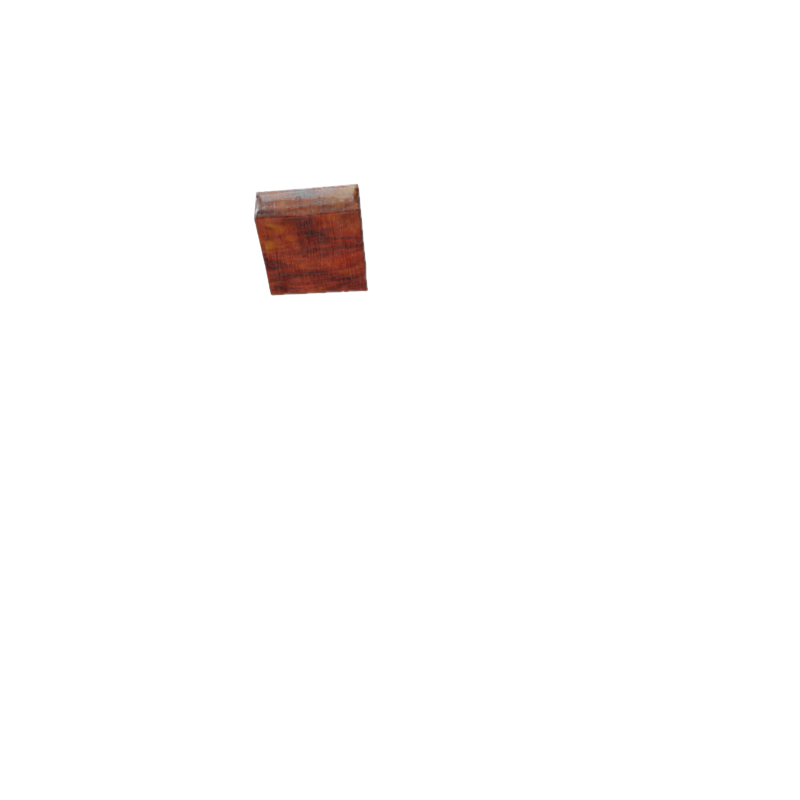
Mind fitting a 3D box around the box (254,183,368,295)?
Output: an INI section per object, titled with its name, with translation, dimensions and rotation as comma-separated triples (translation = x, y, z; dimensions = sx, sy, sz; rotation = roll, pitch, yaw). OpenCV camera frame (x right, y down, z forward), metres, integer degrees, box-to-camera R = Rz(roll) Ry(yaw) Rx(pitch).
[box]
translation = -0.062, -0.114, 0.798
dimensions = 0.073, 0.032, 0.083
rotation = -3, -37, 3
